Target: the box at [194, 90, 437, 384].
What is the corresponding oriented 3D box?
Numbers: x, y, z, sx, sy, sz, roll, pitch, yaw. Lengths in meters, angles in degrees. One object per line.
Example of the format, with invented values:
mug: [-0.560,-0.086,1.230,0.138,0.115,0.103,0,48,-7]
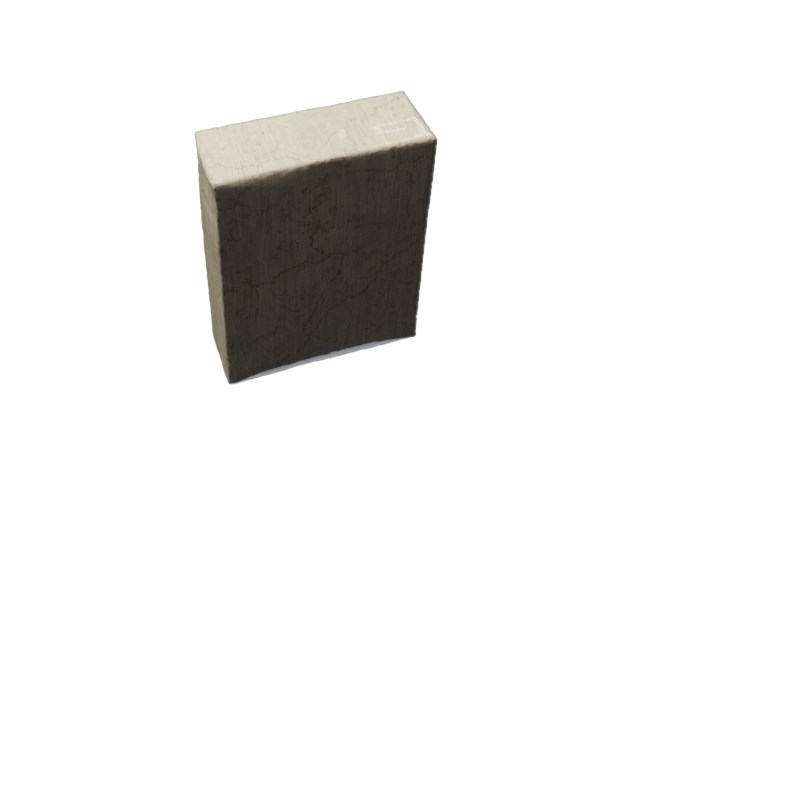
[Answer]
box: [-0.066,-0.121,0.849,0.162,0.078,0.199,-14,-40,-15]
